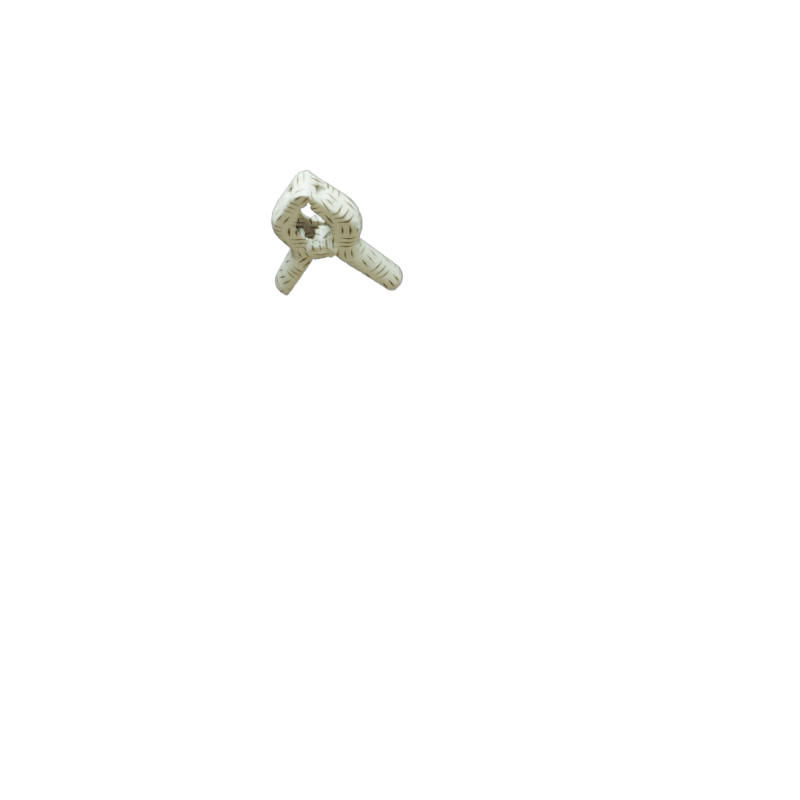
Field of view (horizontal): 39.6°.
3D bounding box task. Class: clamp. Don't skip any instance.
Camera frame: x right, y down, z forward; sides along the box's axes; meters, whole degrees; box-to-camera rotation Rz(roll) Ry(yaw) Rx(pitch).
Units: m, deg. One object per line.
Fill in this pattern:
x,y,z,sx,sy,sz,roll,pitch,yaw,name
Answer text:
-0.077,-0.141,0.989,0.121,0.042,0.158,-11,-34,16,clamp
